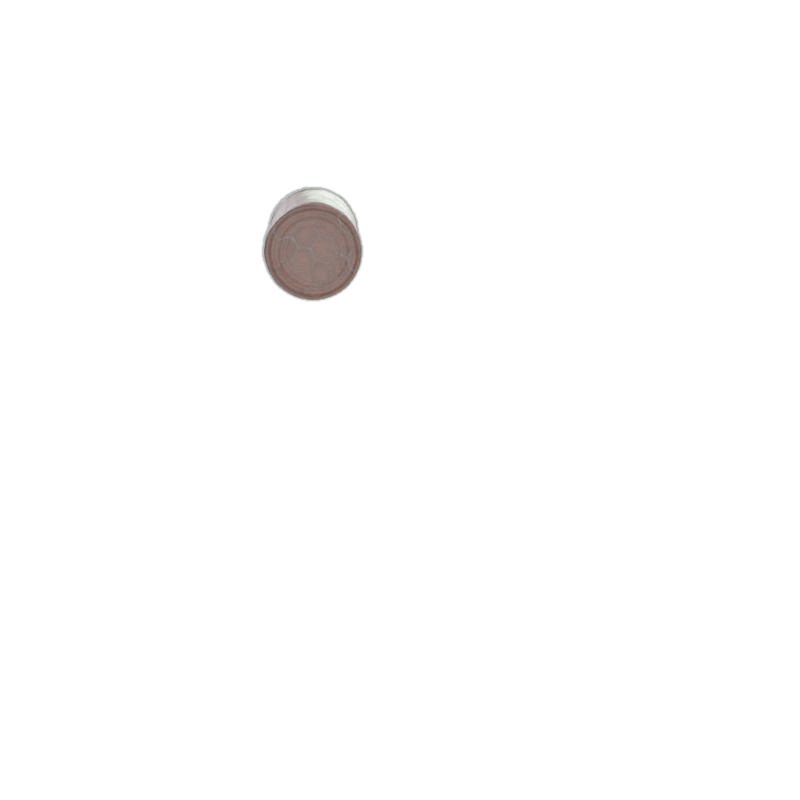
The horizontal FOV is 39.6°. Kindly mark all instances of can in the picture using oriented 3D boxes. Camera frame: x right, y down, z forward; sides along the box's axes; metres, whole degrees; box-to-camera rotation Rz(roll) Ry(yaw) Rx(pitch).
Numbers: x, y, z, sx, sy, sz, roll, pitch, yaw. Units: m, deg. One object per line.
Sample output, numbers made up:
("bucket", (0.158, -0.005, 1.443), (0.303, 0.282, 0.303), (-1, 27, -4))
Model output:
("can", (-0.062, -0.113, 0.790), (0.068, 0.067, 0.105), (0, 14, -3))
